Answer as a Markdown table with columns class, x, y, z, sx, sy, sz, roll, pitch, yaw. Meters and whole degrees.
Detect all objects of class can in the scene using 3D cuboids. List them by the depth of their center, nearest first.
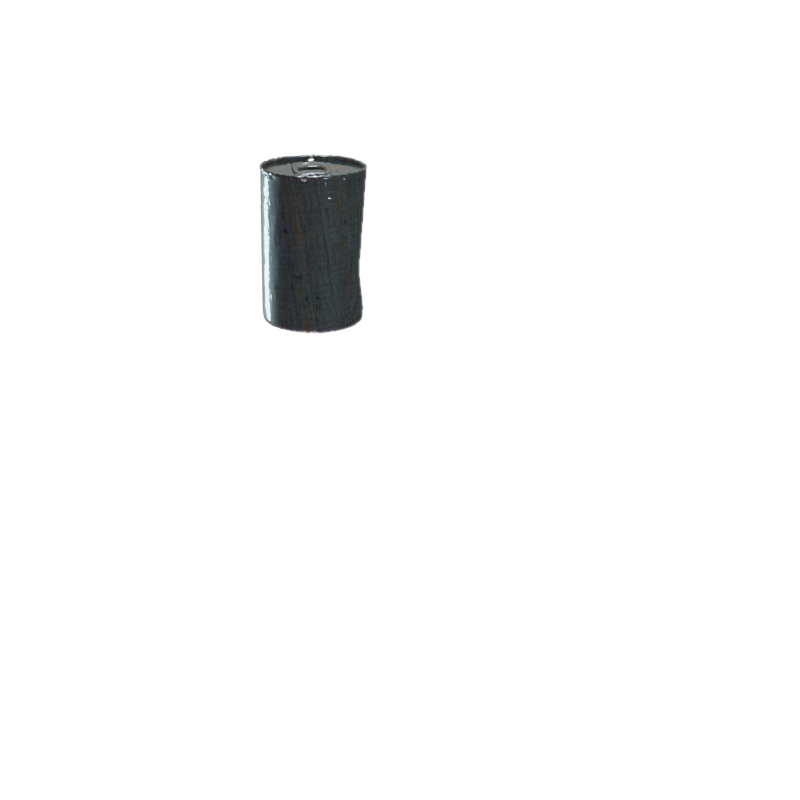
| class | x | y | z | sx | sy | sz | roll | pitch | yaw |
| --- | --- | --- | --- | --- | --- | --- | --- | --- | --- |
| can | -0.056 | -0.102 | 0.715 | 0.068 | 0.098 | 0.071 | 0 | 19 | -2 |
